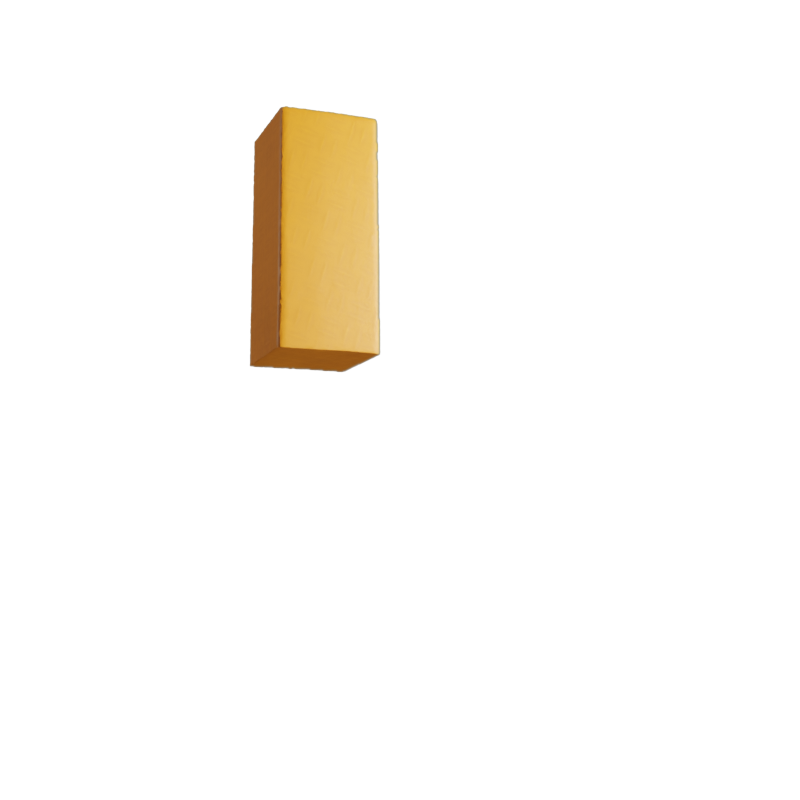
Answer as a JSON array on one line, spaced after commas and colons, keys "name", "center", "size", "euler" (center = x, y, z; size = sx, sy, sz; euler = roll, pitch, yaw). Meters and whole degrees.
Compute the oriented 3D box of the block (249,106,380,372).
[{"name": "block", "center": [-0.074, -0.136, 0.952], "size": [0.088, 0.214, 0.090], "euler": [5, -16, -21]}]
